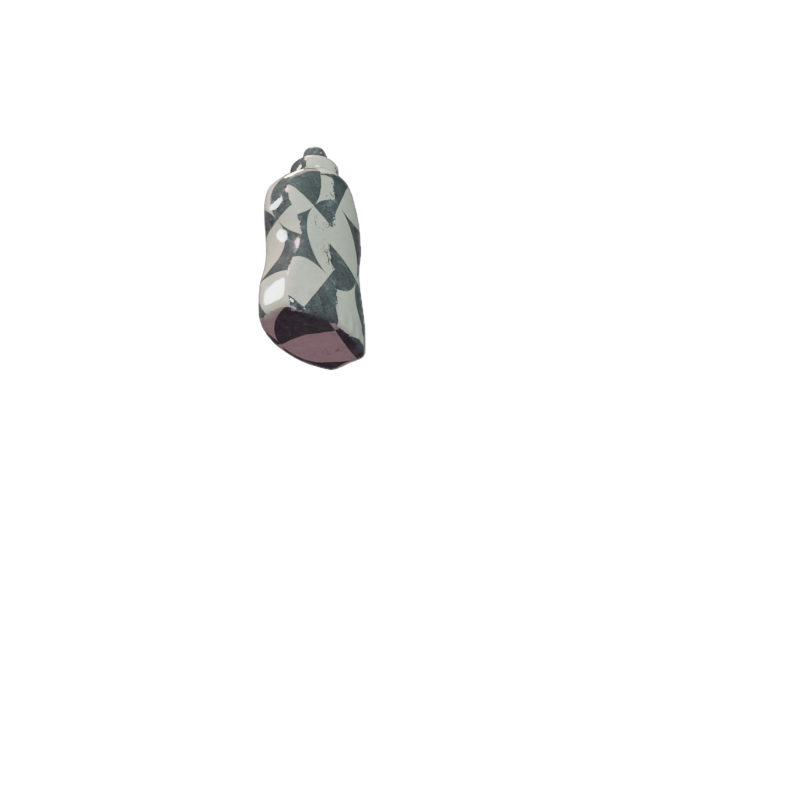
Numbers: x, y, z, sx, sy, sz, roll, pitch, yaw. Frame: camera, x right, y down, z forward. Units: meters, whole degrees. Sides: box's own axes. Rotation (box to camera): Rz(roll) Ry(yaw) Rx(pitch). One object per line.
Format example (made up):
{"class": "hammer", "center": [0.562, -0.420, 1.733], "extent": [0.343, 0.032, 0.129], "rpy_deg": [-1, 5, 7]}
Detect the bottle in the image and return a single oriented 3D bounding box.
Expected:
{"class": "bottle", "center": [-0.069, -0.126, 0.882], "extent": [0.058, 0.205, 0.089], "rpy_deg": [-27, -42, 30]}
